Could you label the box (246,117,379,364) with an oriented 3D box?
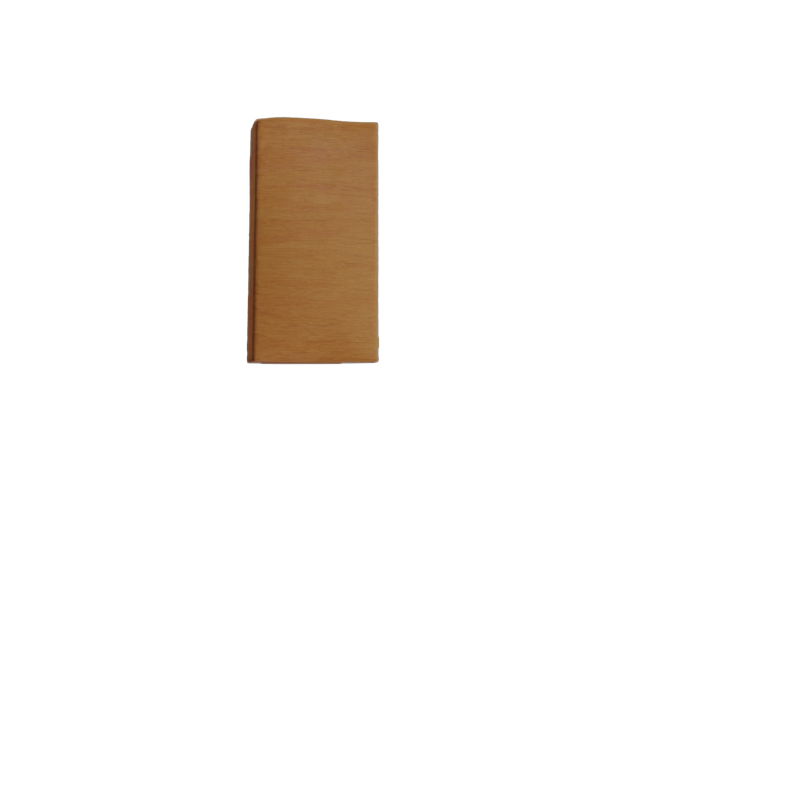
[{"bbox_3d":[-0.063,-0.115,0.803,0.092,0.179,0.048,0,-6,-10],"label":"box"}]
